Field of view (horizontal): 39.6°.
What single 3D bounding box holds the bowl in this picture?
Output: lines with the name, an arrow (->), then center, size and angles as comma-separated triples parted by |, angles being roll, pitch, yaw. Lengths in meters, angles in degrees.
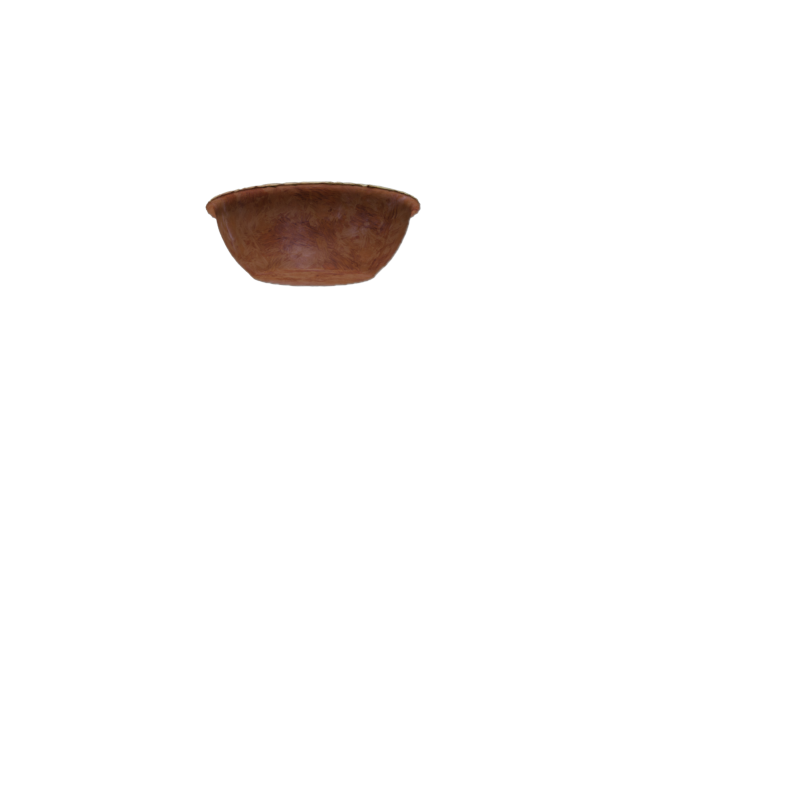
bowl -> -0.065, -0.118, 0.827 | 0.162, 0.056, 0.160 | 0, -4, -2
